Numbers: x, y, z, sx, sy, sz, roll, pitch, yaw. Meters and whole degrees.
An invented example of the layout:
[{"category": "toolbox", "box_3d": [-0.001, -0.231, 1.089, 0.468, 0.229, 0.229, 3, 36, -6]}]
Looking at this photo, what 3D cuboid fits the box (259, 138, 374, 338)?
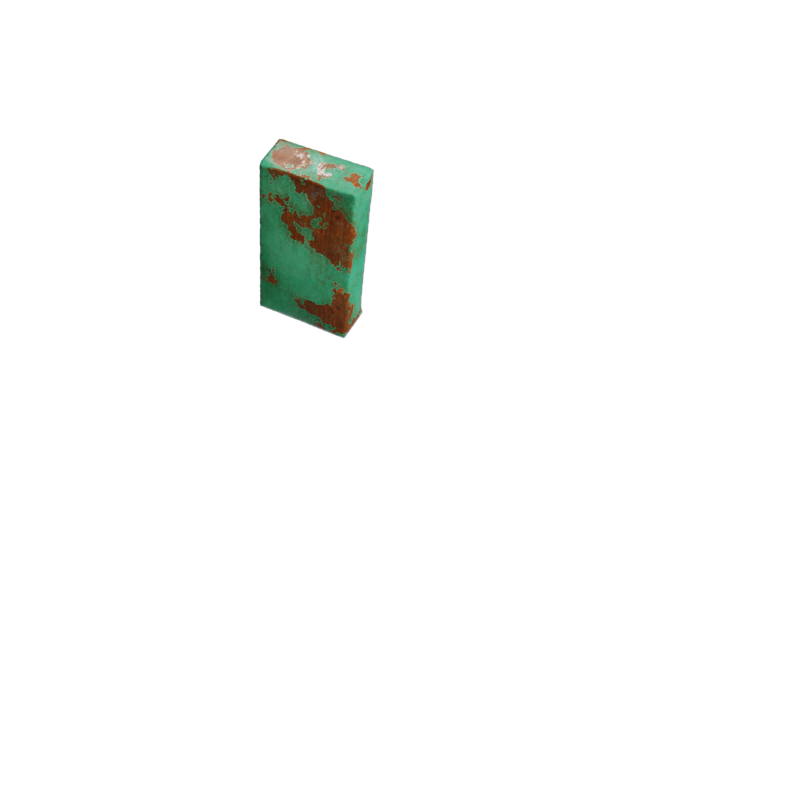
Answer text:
[{"category": "box", "box_3d": [-0.078, -0.141, 0.987, 0.096, 0.050, 0.164, 22, -39, 15]}]
